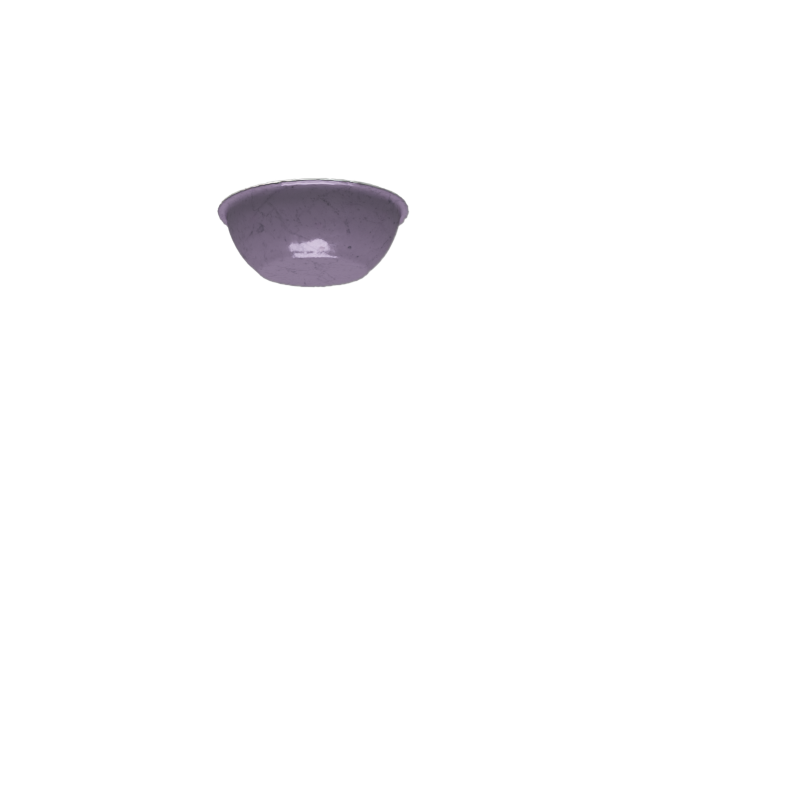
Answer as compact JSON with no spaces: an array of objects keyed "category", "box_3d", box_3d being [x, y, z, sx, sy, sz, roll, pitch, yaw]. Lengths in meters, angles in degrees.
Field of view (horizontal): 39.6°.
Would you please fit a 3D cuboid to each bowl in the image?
[{"category":"bowl","box_3d":[-0.073,-0.132,0.927,0.162,0.057,0.157,0,-11,-2]}]
